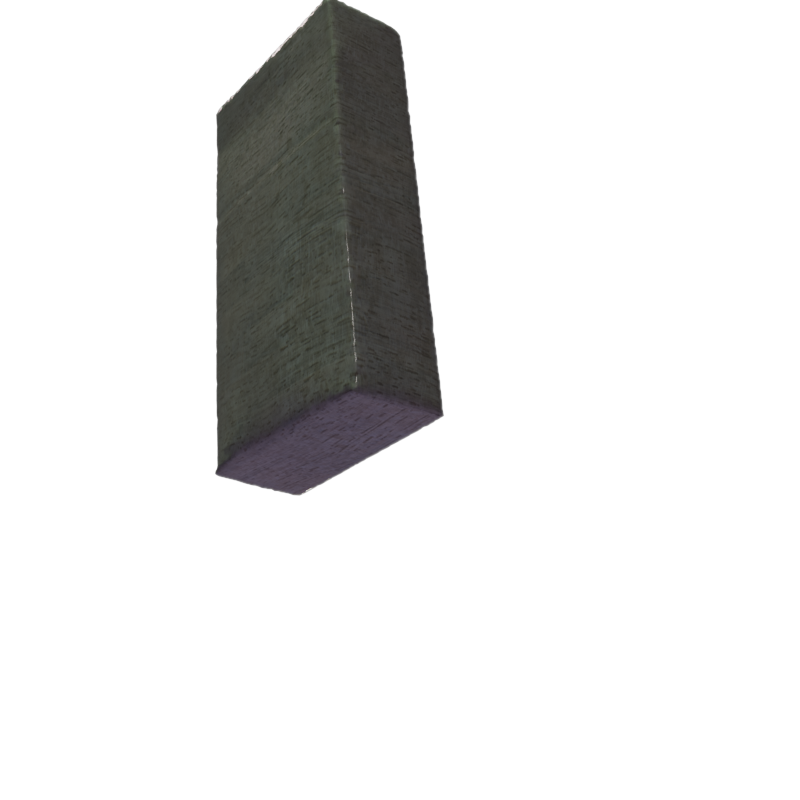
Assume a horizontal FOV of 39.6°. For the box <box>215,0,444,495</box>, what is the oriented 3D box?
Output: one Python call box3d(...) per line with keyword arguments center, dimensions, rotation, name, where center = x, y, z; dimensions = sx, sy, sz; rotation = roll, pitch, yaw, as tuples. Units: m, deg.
box3d(center=(-0.034, -0.063, 0.439), dimensions=(0.045, 0.188, 0.092), rotation=(20, -37, -33), name="box")
